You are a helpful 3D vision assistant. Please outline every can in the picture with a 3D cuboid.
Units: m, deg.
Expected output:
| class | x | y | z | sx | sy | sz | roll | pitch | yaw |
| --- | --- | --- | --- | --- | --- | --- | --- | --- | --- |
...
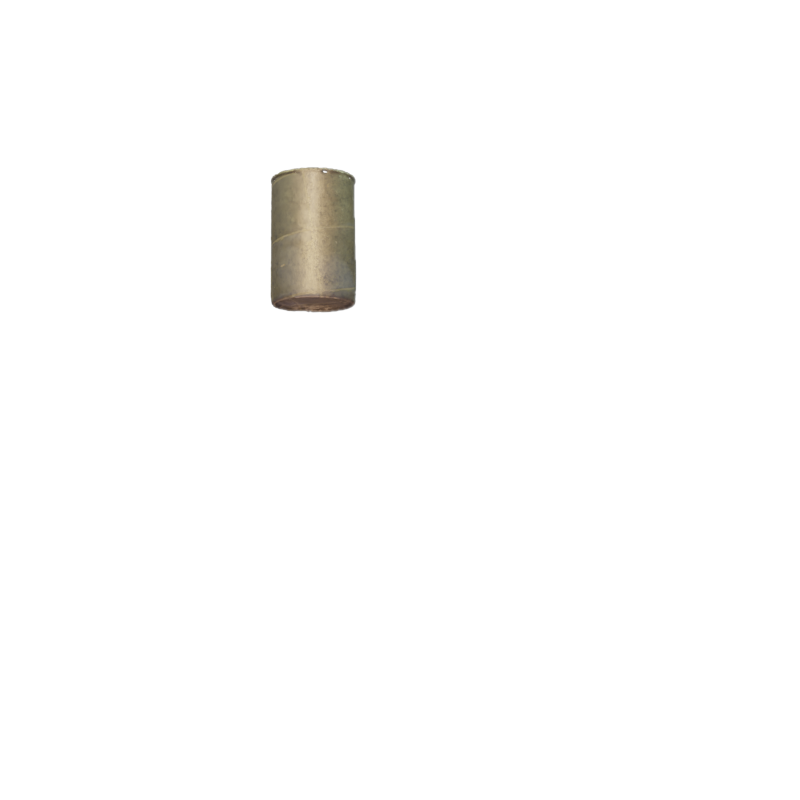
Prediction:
| class | x | y | z | sx | sy | sz | roll | pitch | yaw |
| --- | --- | --- | --- | --- | --- | --- | --- | --- | --- |
| can | -0.068 | -0.125 | 0.873 | 0.068 | 0.105 | 0.067 | 0 | -12 | -2 |
